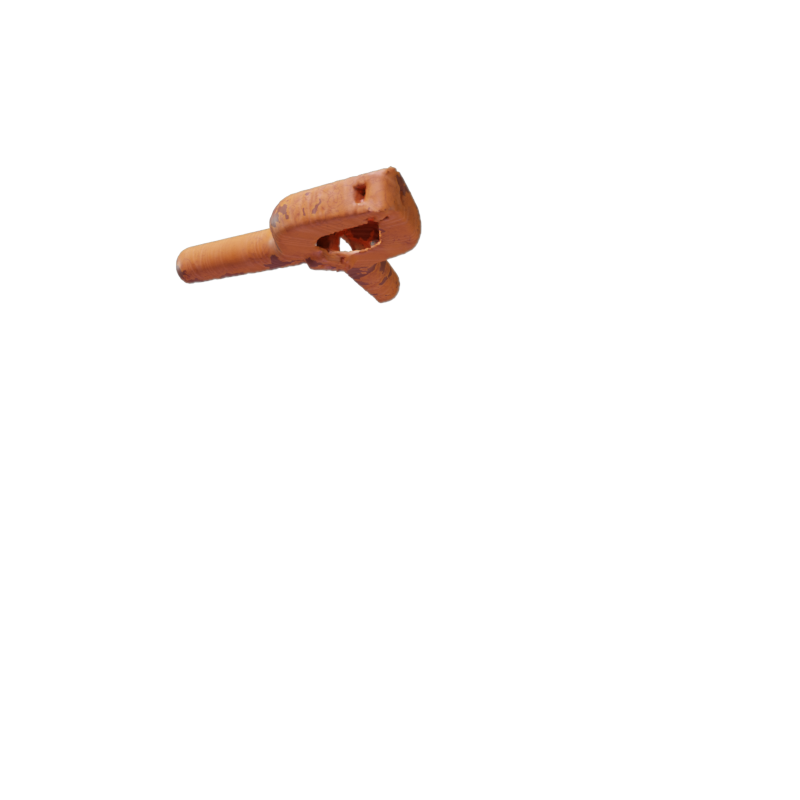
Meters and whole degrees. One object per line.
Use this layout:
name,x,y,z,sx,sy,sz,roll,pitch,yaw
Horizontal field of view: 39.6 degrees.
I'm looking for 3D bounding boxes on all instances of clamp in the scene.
clamp,-0.056,-0.102,0.715,0.162,0.038,0.207,2,-10,-14
